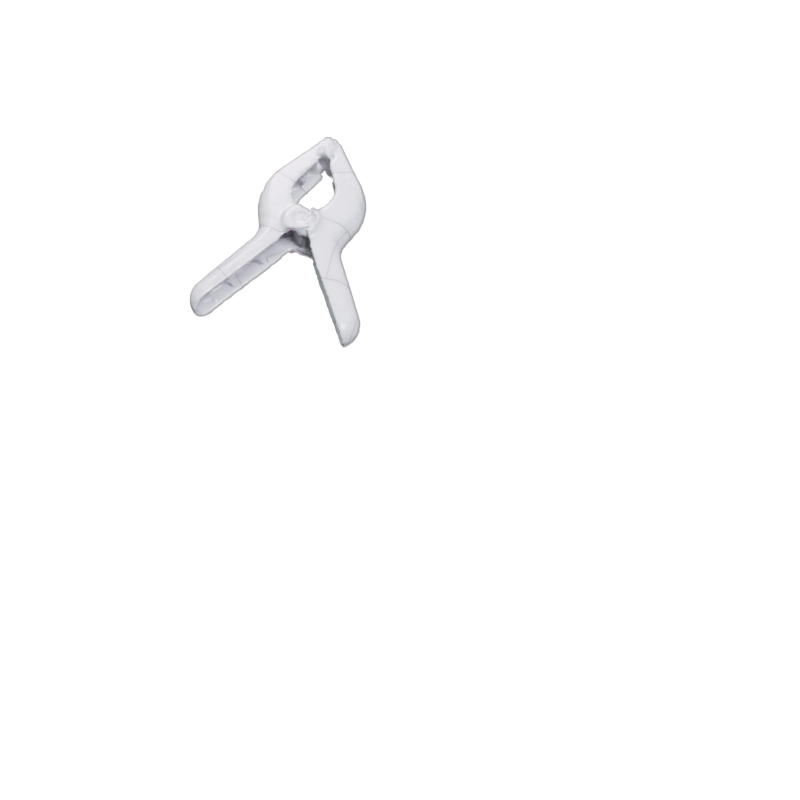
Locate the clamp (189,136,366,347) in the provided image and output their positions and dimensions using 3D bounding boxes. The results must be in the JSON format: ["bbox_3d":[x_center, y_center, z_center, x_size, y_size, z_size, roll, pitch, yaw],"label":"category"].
[{"bbox_3d":[-0.062,-0.113,0.795,0.123,0.178,0.037,21,-27,11],"label":"clamp"}]
